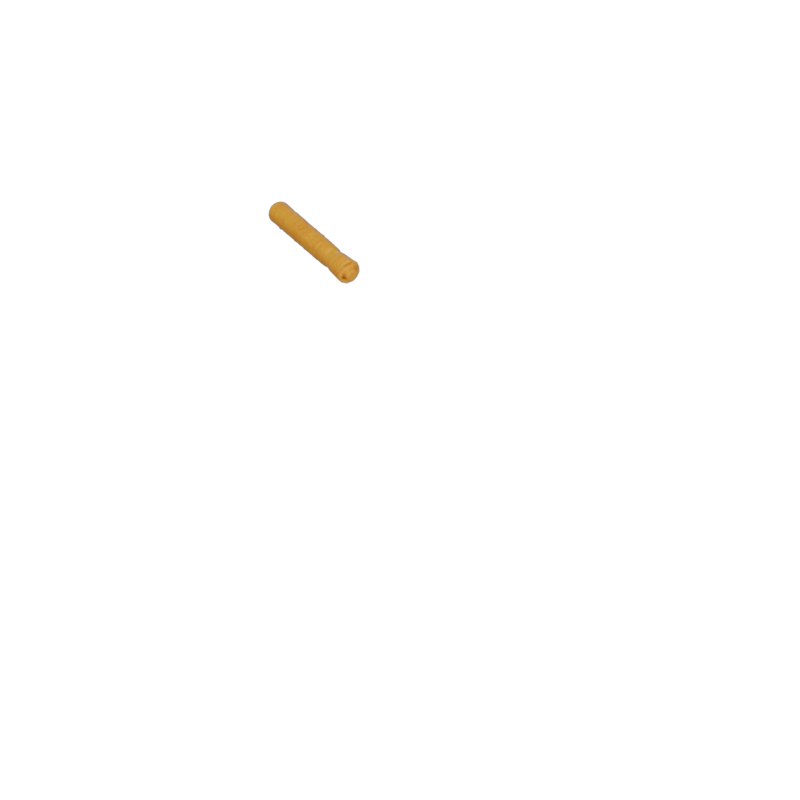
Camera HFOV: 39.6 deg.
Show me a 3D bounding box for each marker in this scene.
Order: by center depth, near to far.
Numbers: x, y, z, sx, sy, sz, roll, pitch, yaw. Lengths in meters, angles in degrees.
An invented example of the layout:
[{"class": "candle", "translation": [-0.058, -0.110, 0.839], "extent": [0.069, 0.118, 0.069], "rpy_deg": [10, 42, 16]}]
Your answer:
[{"class": "marker", "translation": [-0.067, -0.122, 0.855], "extent": [0.019, 0.019, 0.130], "rpy_deg": [-3, 30, -33]}]
